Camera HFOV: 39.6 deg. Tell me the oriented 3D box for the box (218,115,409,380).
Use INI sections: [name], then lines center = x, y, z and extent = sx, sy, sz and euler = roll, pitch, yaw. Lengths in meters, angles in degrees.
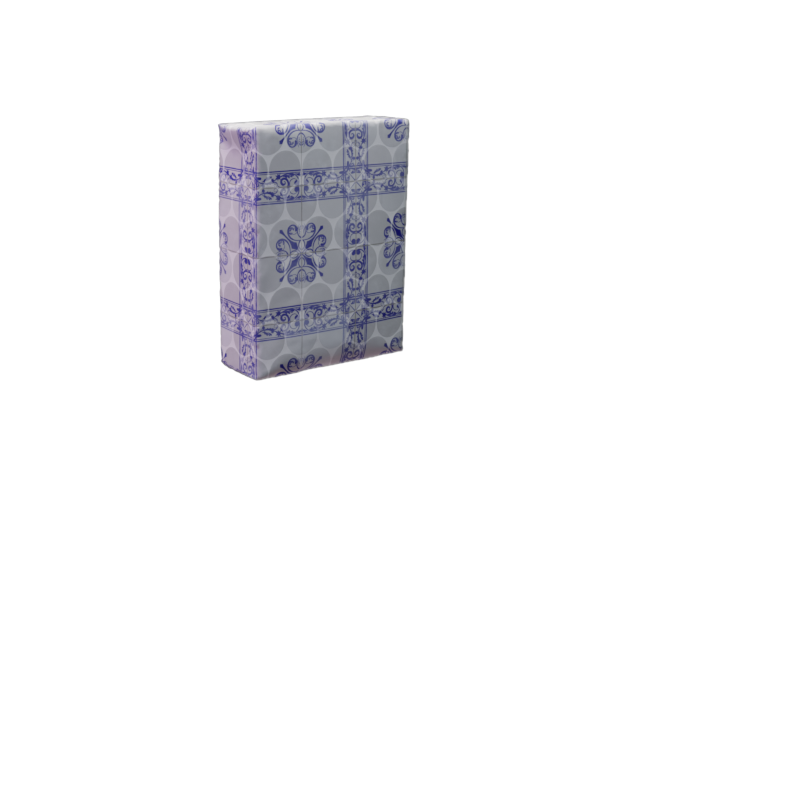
[box]
center = -0.076, -0.139, 0.971
extent = 0.160, 0.208, 0.076
euler = -10, 15, -37
